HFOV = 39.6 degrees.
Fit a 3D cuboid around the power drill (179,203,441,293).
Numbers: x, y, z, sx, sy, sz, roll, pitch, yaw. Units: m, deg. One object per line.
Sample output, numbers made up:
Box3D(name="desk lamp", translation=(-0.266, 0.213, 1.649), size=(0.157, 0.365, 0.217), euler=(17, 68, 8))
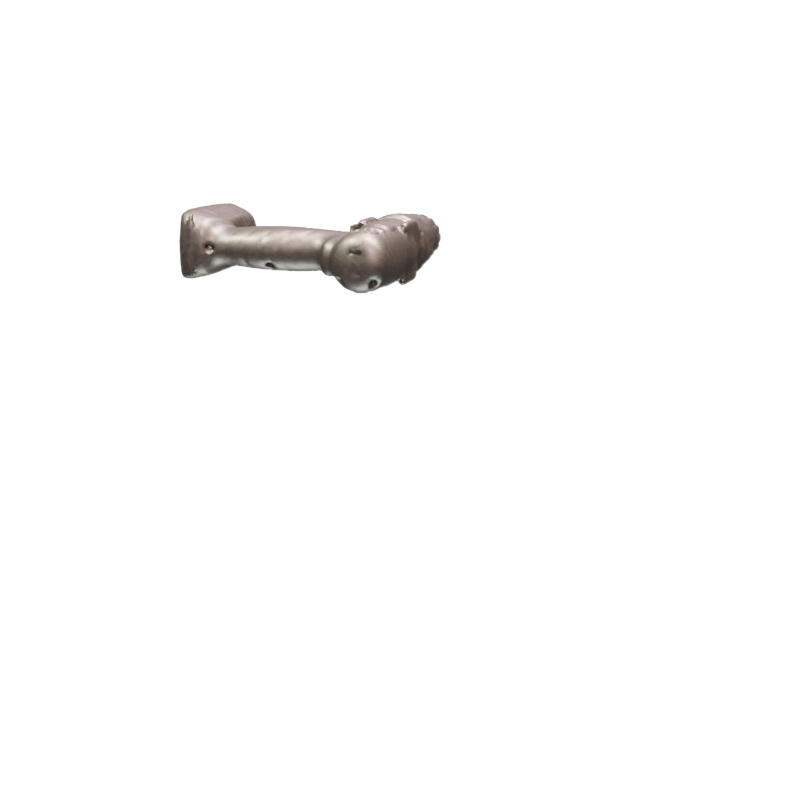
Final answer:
Box3D(name="power drill", translation=(-0.071, -0.129, 0.904), size=(0.193, 0.056, 0.184), euler=(4, 14, 18))
